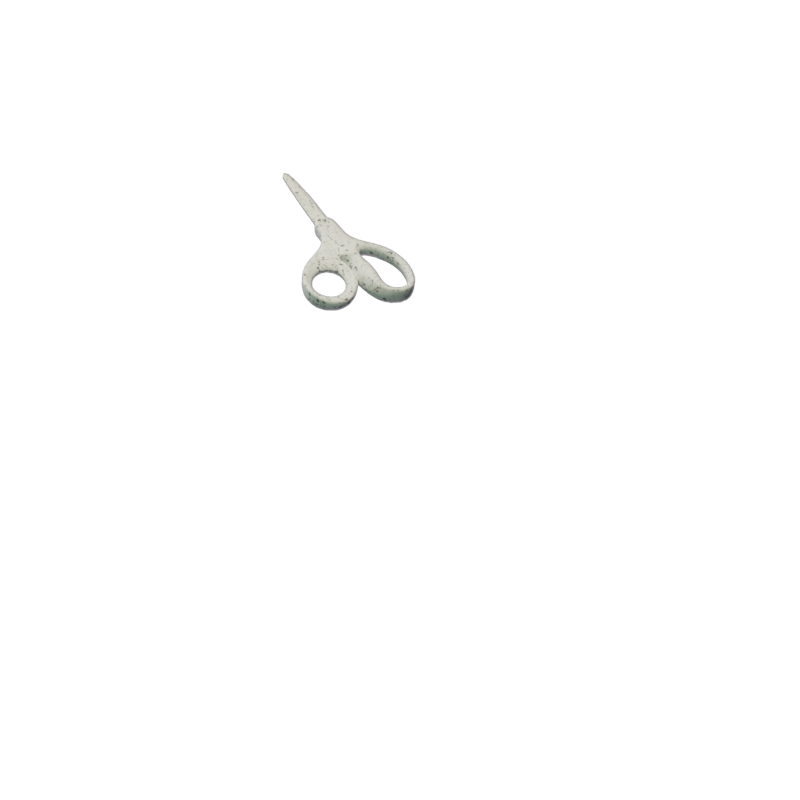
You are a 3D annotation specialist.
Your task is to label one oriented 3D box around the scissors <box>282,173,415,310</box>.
[{"bbox_3d":[-0.071,-0.130,0.913,0.096,0.015,0.217,-27,47,-29],"label":"scissors"}]
